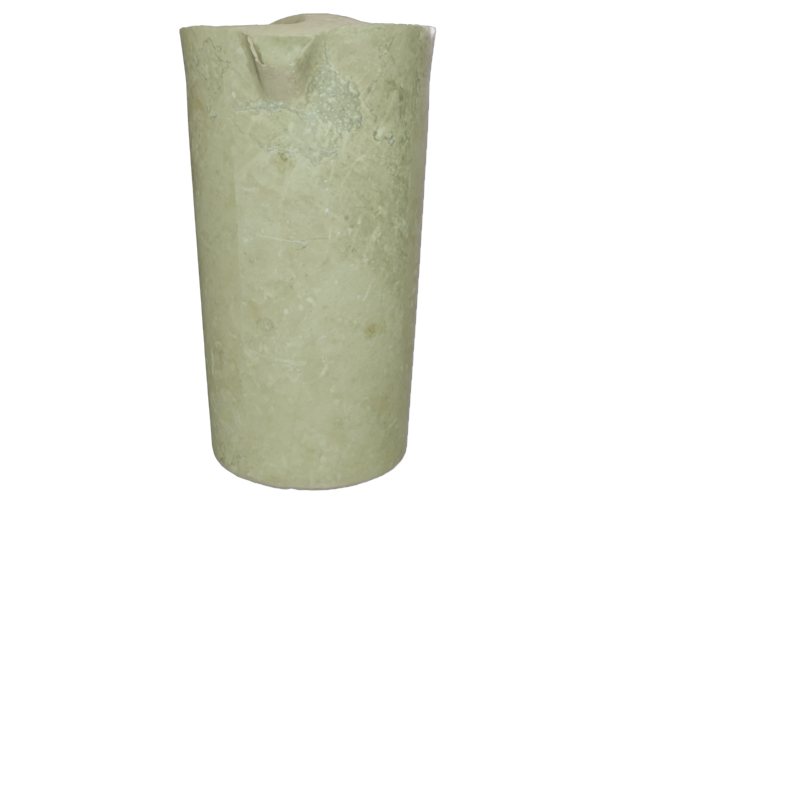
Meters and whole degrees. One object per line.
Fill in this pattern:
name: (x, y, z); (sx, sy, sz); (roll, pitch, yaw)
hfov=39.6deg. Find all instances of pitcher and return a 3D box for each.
pitcher: (-0.047, -0.087, 0.606); (0.145, 0.237, 0.153); (-8, 14, -38)
